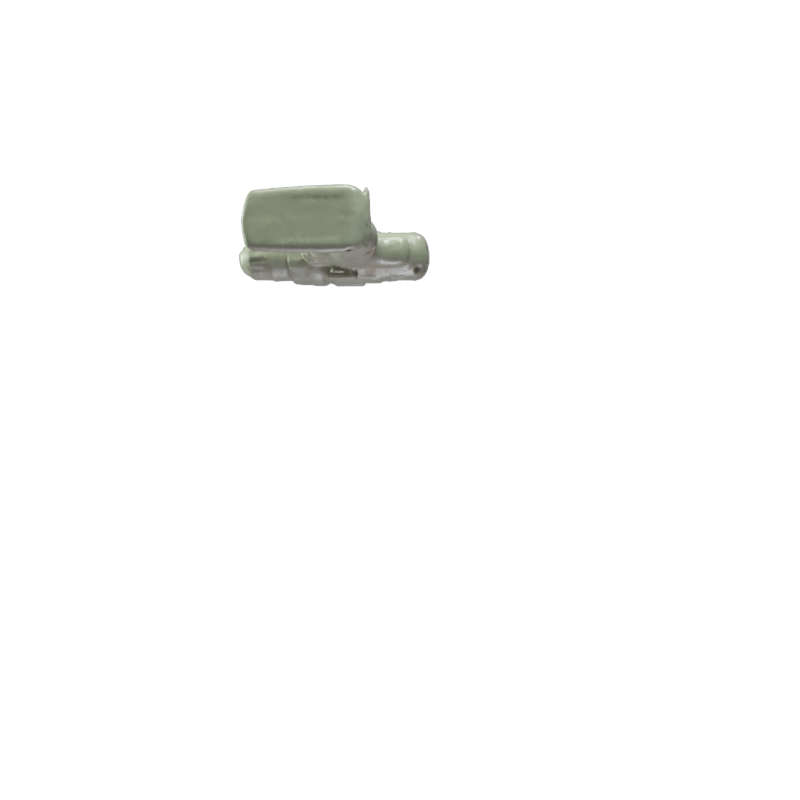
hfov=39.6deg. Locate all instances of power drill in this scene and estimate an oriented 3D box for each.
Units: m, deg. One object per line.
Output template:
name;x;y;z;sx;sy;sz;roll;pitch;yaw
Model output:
power drill;-0.077;-0.141;0.988;0.187;0.059;0.181;-1;-4;13
